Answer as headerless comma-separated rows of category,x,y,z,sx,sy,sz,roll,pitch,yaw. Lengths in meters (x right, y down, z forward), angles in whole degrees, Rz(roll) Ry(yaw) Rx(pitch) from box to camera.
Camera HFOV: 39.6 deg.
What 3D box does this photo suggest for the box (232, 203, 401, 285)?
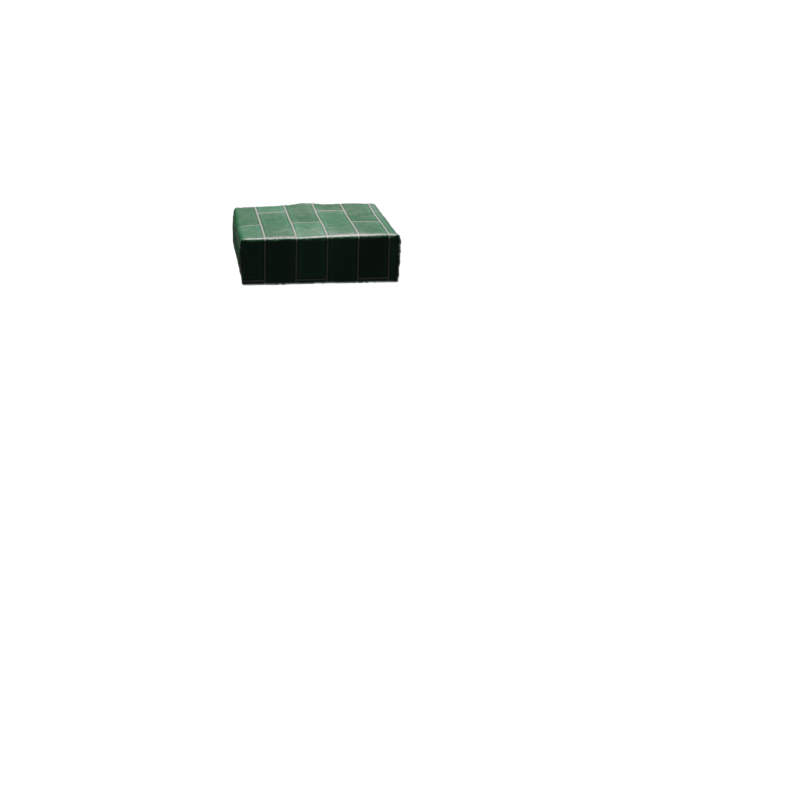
box,-0.049,-0.090,0.634,0.088,0.029,0.077,-3,22,-8
